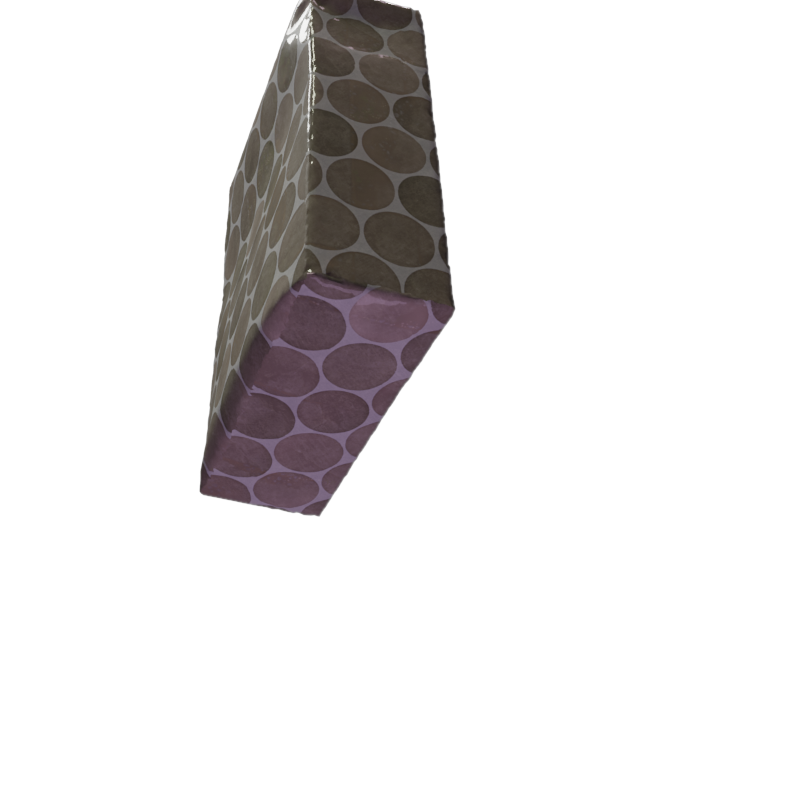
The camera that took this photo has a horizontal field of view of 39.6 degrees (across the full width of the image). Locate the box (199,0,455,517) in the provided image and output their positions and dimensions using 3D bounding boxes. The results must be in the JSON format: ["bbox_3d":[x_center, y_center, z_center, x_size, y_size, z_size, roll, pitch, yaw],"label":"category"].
[{"bbox_3d":[-0.043,-0.079,0.555,0.070,0.230,0.157,13,-43,-18],"label":"box"}]
